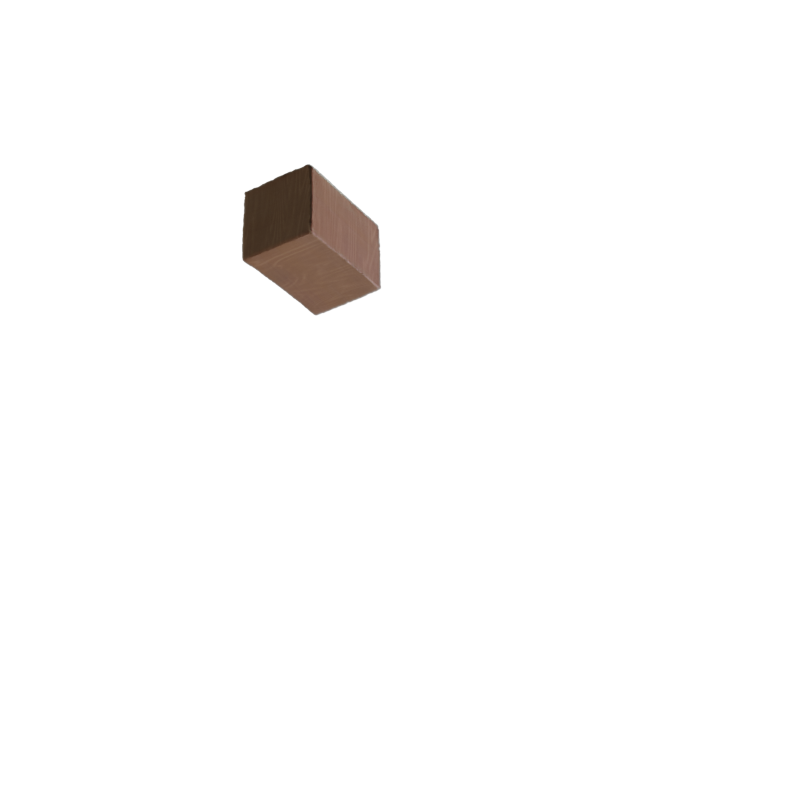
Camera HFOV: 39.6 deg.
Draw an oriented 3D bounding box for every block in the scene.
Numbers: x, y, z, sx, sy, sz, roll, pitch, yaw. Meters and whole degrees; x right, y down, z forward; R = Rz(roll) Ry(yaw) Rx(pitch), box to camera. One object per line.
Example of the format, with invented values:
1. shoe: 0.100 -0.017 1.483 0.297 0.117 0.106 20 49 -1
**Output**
1. block: -0.054 -0.098 0.684 0.053 0.055 0.072 -20 -36 27
